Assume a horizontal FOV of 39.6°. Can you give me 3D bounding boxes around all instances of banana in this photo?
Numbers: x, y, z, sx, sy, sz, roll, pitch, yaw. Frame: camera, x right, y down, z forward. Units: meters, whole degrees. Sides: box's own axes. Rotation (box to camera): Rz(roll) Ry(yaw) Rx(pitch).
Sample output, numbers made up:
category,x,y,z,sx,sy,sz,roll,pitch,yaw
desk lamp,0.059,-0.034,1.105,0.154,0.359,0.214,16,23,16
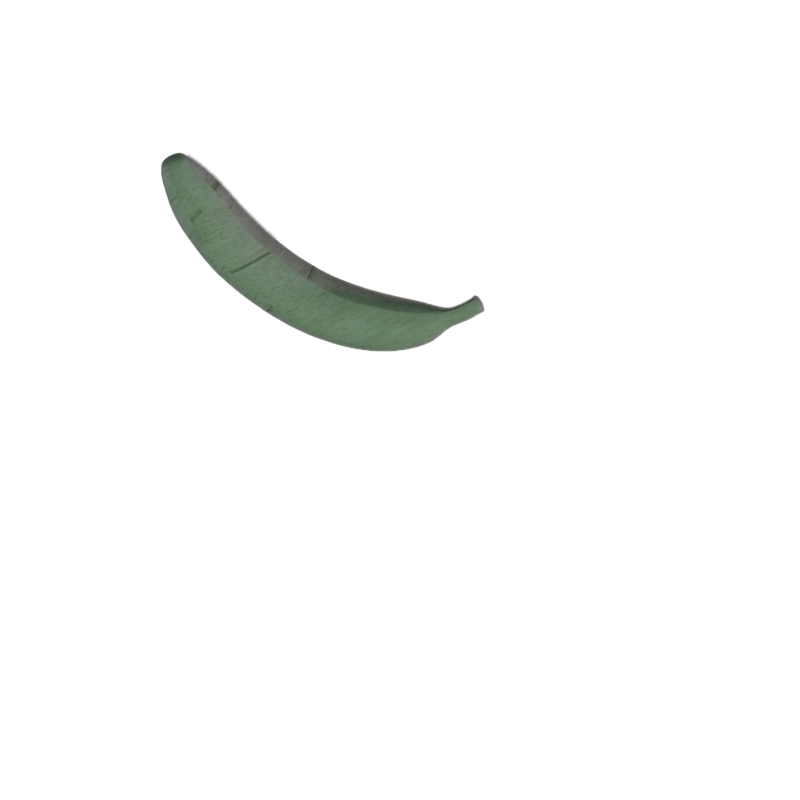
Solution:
category,x,y,z,sx,sy,sz,roll,pitch,yaw
banana,-0.054,-0.073,0.632,0.193,0.067,0.039,24,23,-10
